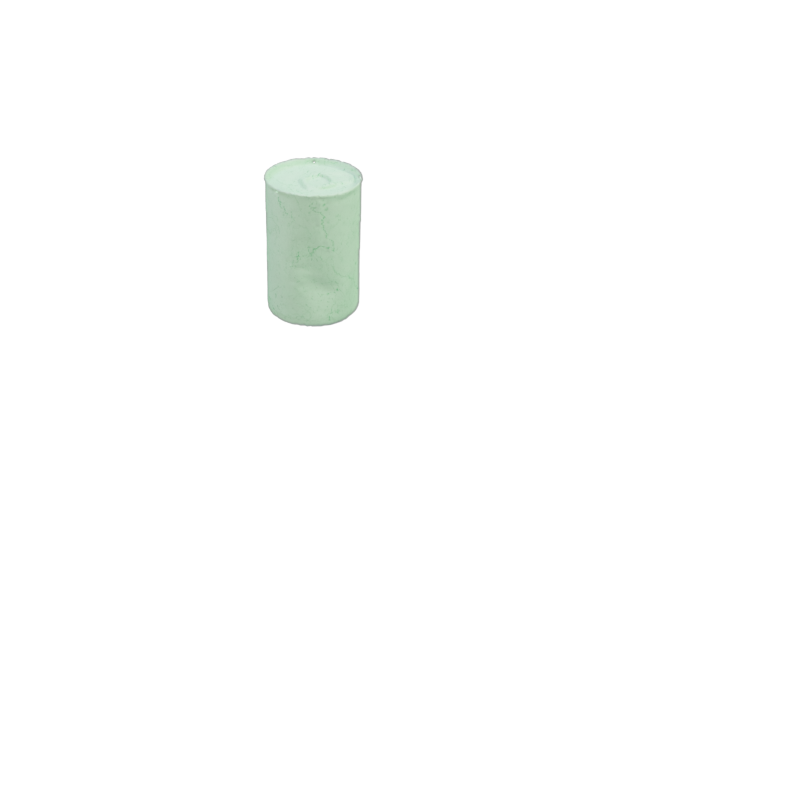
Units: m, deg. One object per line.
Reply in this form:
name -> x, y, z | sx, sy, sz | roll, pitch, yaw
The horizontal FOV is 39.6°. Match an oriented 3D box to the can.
can -> -0.061, -0.112, 0.783 | 0.068, 0.096, 0.073 | 0, 29, -2
